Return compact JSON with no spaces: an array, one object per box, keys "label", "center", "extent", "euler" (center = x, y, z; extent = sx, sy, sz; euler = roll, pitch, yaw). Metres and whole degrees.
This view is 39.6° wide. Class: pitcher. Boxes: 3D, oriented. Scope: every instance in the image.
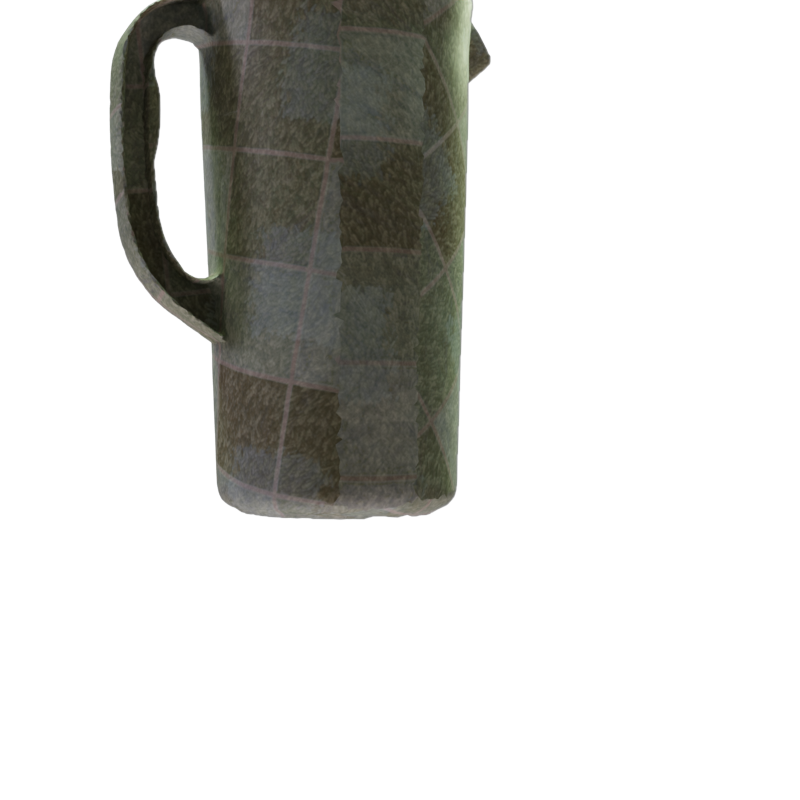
[{"label":"pitcher","center":[-0.040,-0.073,0.512],"extent":[0.152,0.248,0.139],"euler":[-3,-7,18]}]
